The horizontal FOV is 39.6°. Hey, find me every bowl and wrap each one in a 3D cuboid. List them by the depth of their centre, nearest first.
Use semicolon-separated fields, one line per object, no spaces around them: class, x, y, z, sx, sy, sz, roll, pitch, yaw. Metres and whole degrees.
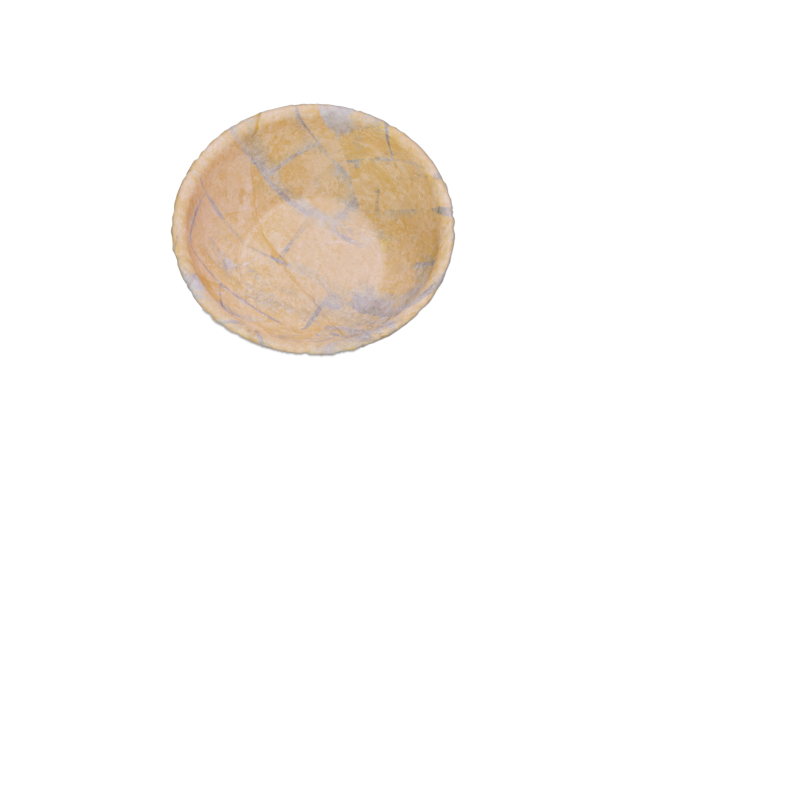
bowl;-0.051;-0.093;0.654;0.162;0.171;0.052;-1;-24;-1
